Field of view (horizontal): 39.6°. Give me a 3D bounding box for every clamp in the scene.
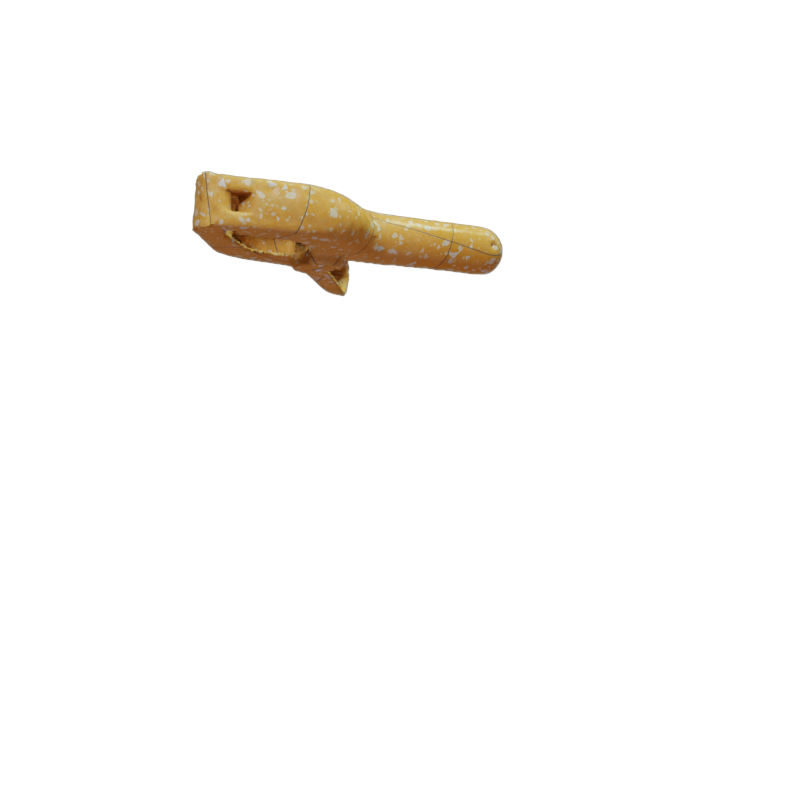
[{"bbox_3d":[-0.045,-0.082,0.574,0.163,0.041,0.122,11,-18,-39],"label":"clamp"}]
